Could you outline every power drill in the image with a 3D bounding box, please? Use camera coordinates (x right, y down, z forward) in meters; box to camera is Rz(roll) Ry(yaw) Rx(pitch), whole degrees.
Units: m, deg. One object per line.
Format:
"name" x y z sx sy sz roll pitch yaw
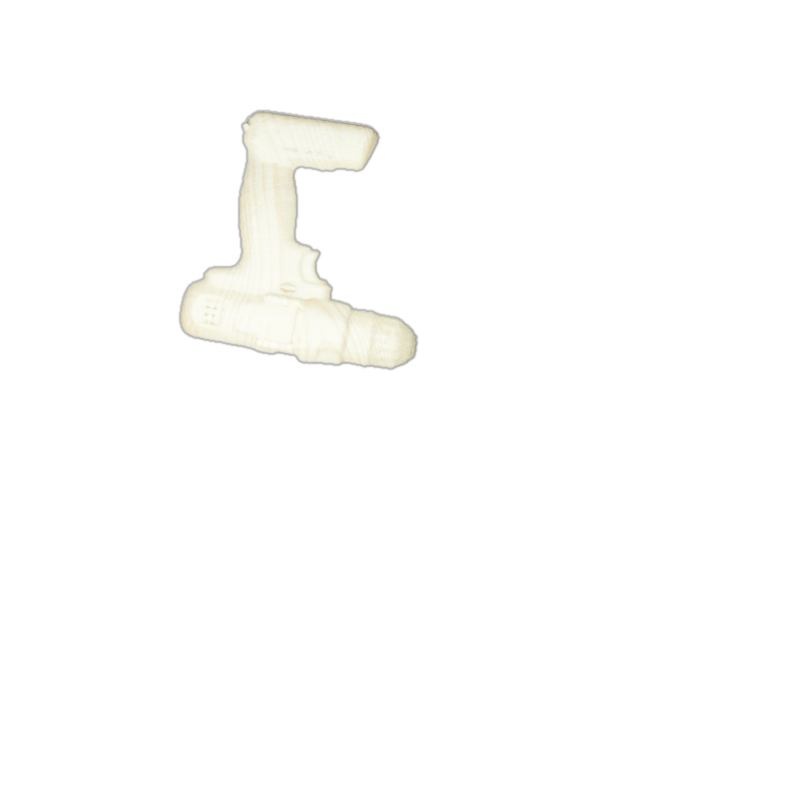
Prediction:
"power drill" -0.068 -0.123 0.865 0.185 0.190 0.056 9 -6 1
